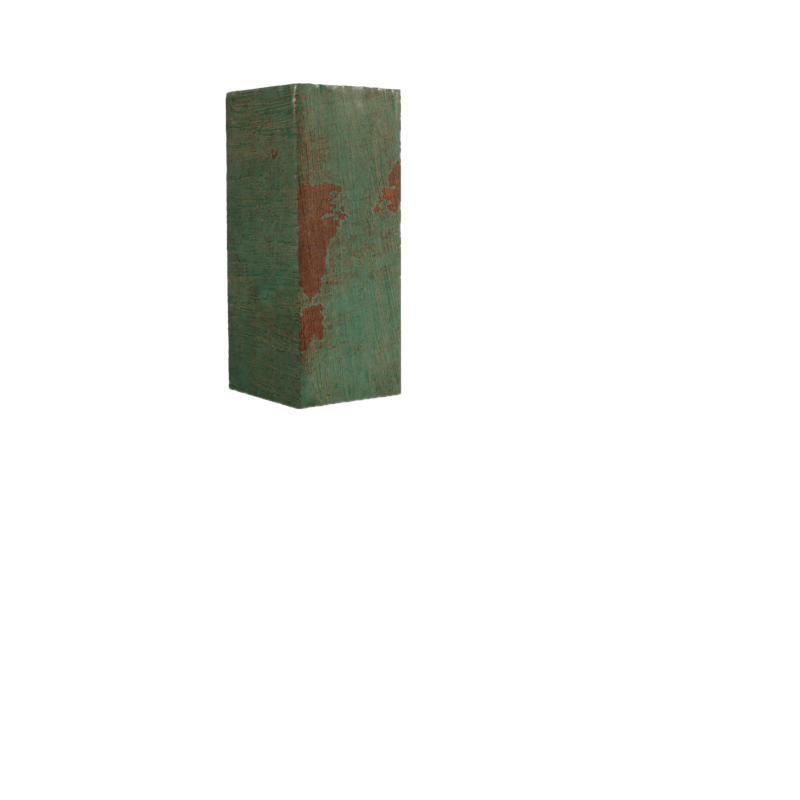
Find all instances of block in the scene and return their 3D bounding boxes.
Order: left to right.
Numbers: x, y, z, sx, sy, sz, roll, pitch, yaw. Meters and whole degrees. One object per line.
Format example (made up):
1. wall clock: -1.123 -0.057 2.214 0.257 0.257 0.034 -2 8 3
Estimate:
1. block: -0.060 -0.108 0.757 0.087 0.204 0.095 -3 6 -38
